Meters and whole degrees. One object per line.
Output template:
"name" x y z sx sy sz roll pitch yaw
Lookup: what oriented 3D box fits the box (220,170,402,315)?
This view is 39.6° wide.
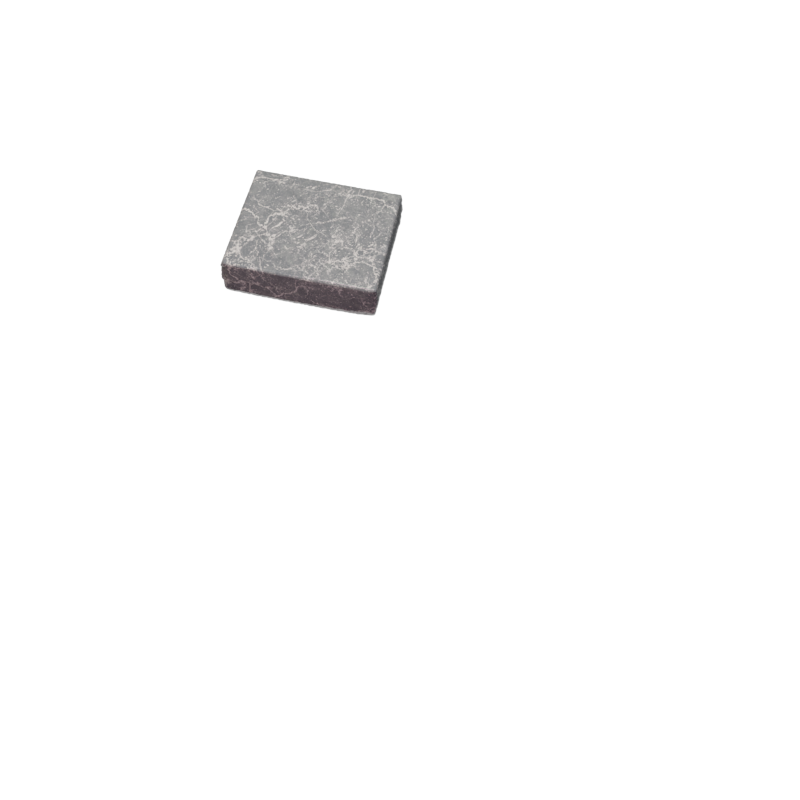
"box" -0.062 -0.113 0.795 0.115 0.095 0.036 11 -33 7
